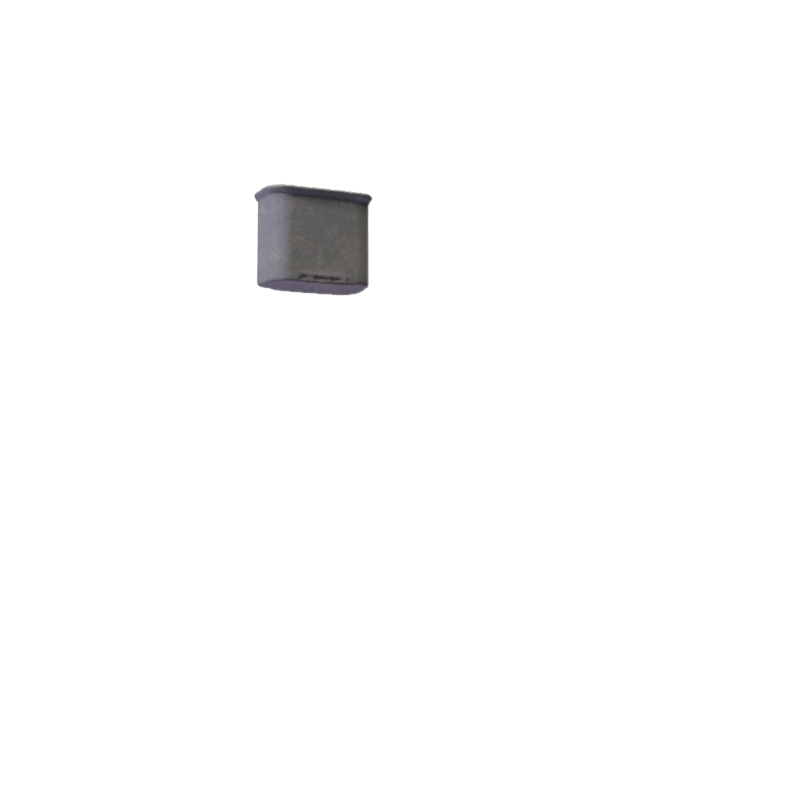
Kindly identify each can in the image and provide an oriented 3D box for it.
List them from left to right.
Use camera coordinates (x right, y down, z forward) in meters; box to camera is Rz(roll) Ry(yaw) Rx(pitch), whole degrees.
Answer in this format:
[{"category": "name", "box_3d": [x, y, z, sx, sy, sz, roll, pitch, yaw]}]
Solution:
[{"category": "can", "box_3d": [-0.076, -0.139, 0.973, 0.099, 0.086, 0.058, 3, -10, -24]}]
